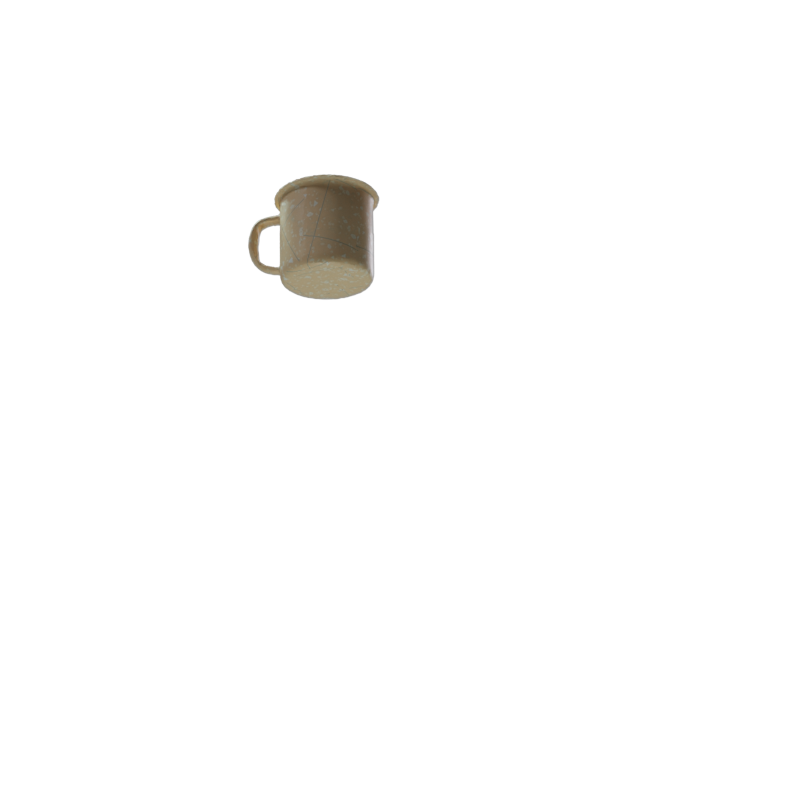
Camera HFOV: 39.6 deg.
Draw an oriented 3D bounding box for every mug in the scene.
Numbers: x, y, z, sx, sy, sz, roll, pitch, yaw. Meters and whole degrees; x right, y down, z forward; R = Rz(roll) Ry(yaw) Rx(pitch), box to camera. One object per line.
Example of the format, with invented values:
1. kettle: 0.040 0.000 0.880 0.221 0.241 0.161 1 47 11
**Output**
1. mug: -0.076 -0.138 0.968 0.118 0.086 0.088 -4 -22 8
